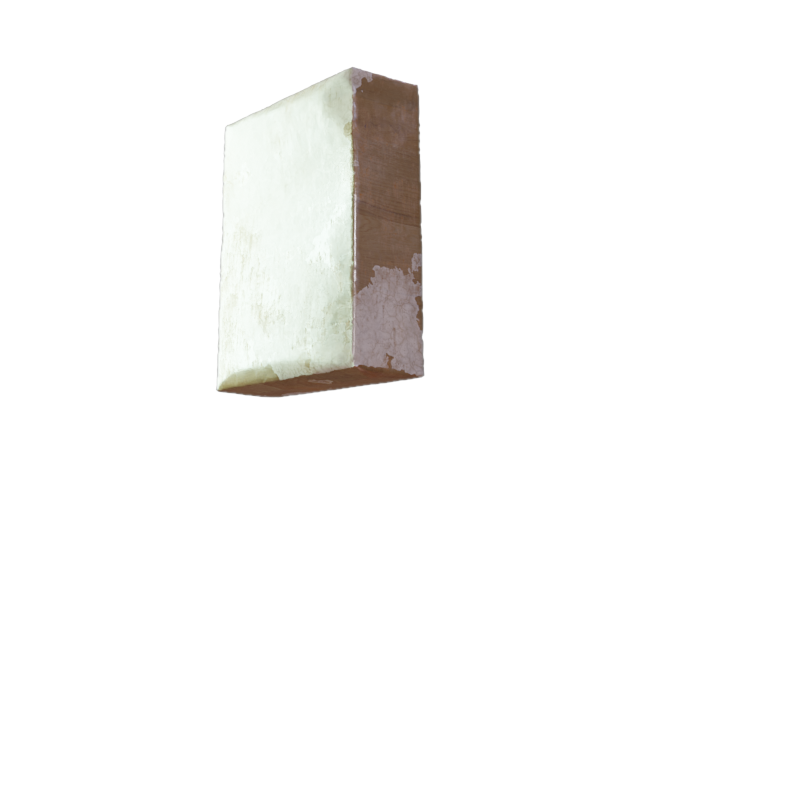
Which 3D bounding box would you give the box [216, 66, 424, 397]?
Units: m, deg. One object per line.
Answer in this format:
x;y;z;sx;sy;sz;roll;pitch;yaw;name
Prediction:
-0.064;-0.116;0.812;0.068;0.220;0.168;10;-15;-41;box
